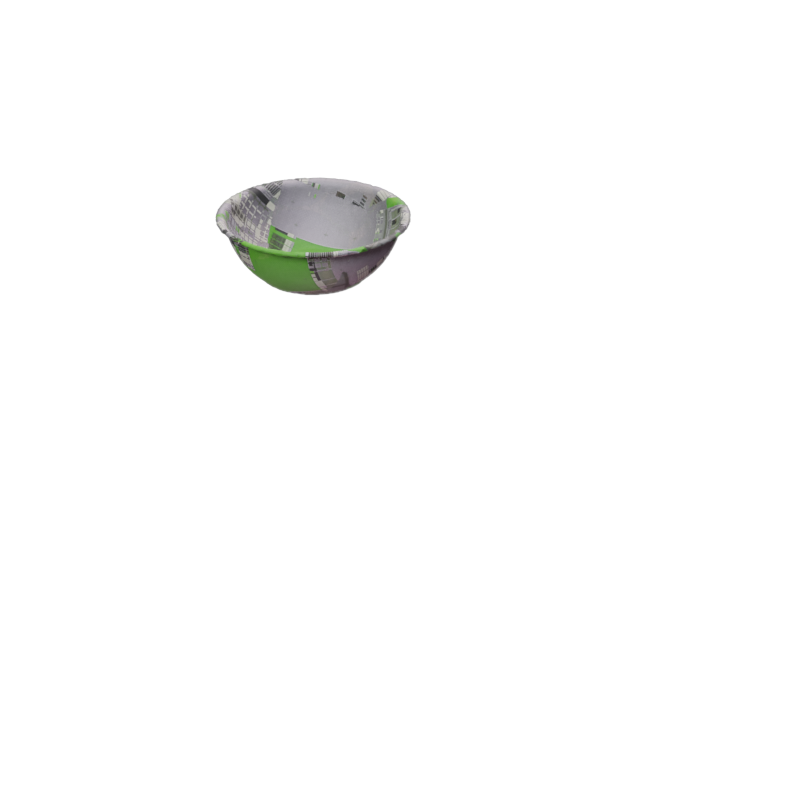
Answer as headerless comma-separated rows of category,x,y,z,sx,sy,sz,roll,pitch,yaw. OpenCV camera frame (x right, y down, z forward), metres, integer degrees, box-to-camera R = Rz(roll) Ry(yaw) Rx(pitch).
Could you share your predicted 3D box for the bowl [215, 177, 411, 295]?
bowl,-0.073,-0.132,0.926,0.162,0.052,0.172,-1,31,-2
